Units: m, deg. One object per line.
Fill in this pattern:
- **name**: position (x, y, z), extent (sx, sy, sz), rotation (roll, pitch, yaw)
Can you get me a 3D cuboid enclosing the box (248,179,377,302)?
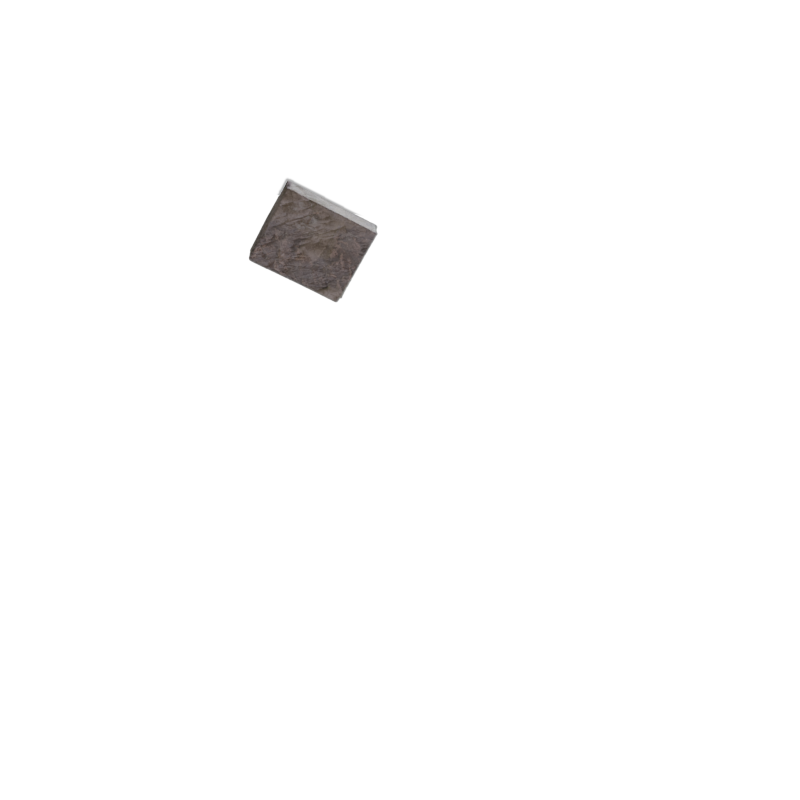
- **box**: position (-0.074, -0.136, 0.951), extent (0.087, 0.071, 0.032), rotation (26, 19, -10)
